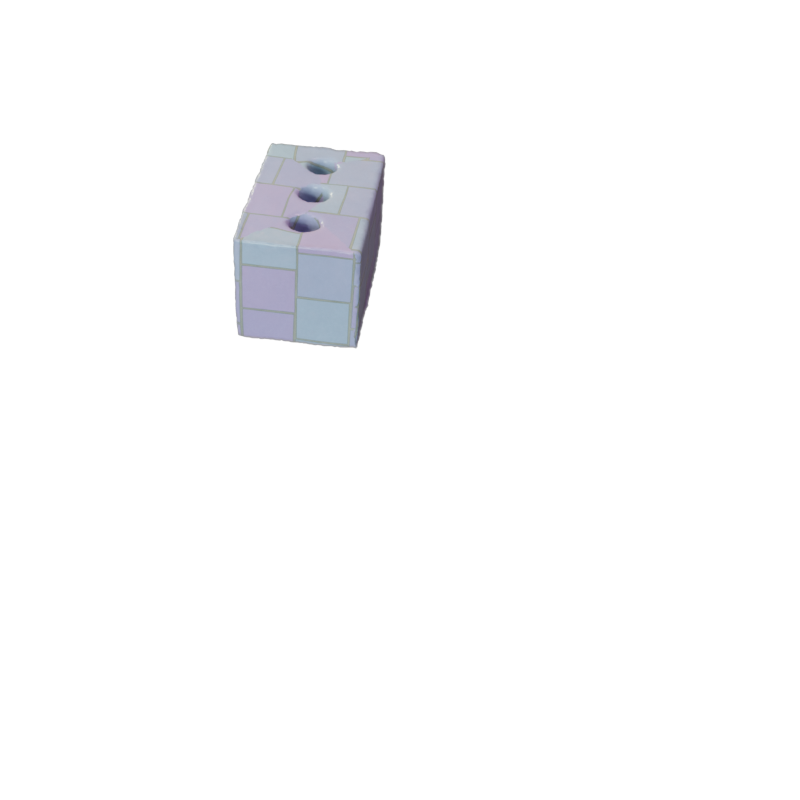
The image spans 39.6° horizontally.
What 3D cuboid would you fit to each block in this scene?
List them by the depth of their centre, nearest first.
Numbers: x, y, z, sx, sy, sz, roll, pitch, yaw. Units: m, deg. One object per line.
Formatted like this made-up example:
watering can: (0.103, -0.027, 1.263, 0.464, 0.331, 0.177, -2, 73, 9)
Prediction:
block: (-0.037, -0.068, 0.473, 0.053, 0.048, 0.083, 5, 40, 4)
